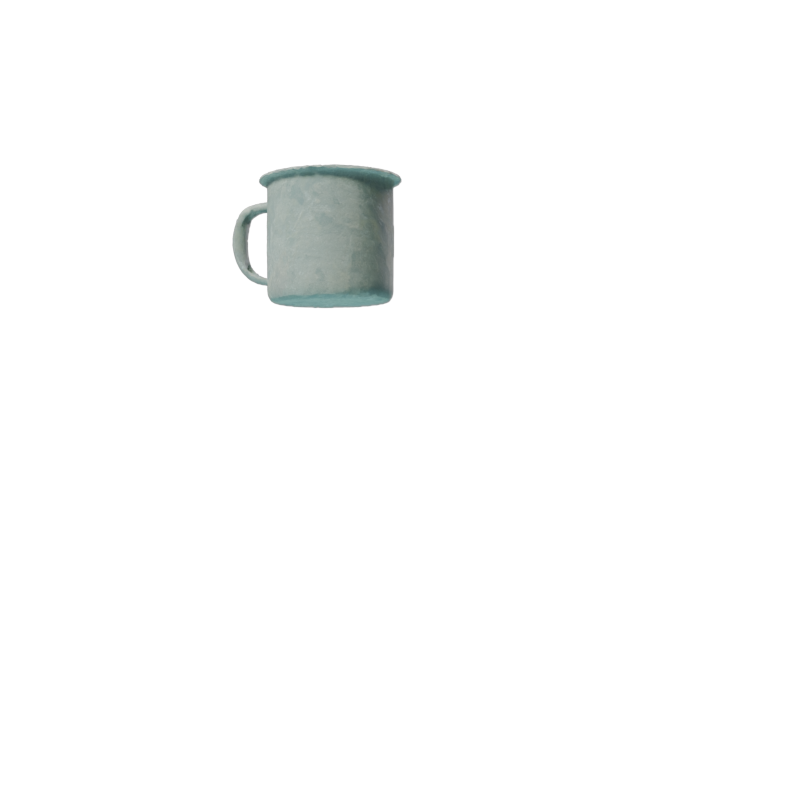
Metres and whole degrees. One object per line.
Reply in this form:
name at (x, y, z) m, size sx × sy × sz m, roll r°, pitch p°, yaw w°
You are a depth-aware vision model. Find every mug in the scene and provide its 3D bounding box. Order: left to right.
mug at (-0.056, -0.103, 0.721) m, size 0.120 × 0.083 × 0.090 m, roll -1°, pitch -4°, yaw 21°
